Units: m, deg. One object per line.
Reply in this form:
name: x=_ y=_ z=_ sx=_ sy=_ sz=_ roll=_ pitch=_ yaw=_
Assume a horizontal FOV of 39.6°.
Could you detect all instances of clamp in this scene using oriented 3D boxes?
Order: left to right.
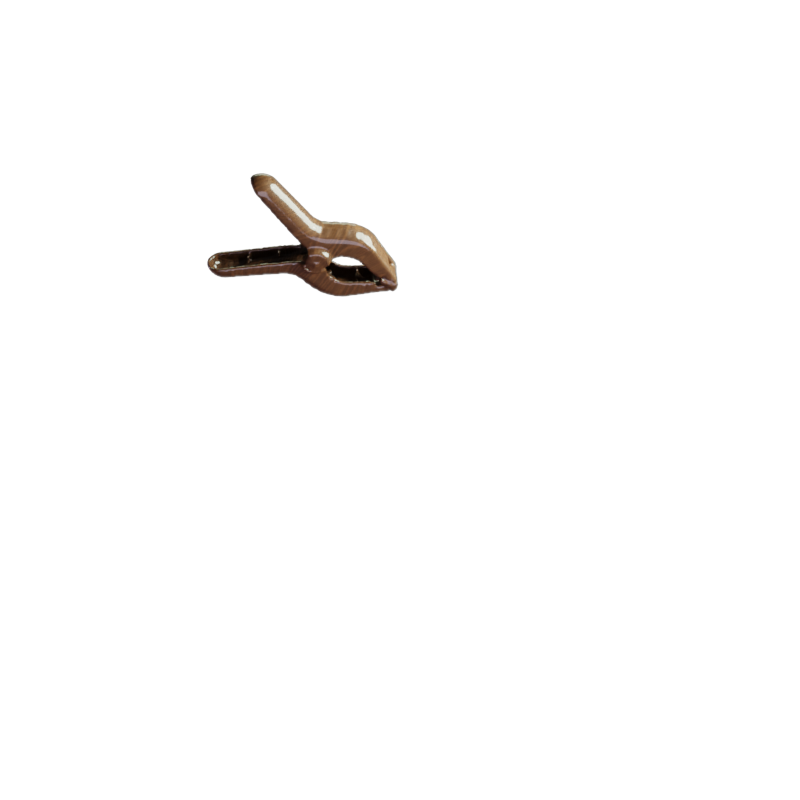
clamp: x=-0.077 y=-0.141 z=0.985 sx=0.168 sy=0.042 sz=0.114 roll=10 pitch=-37 yaw=-13
